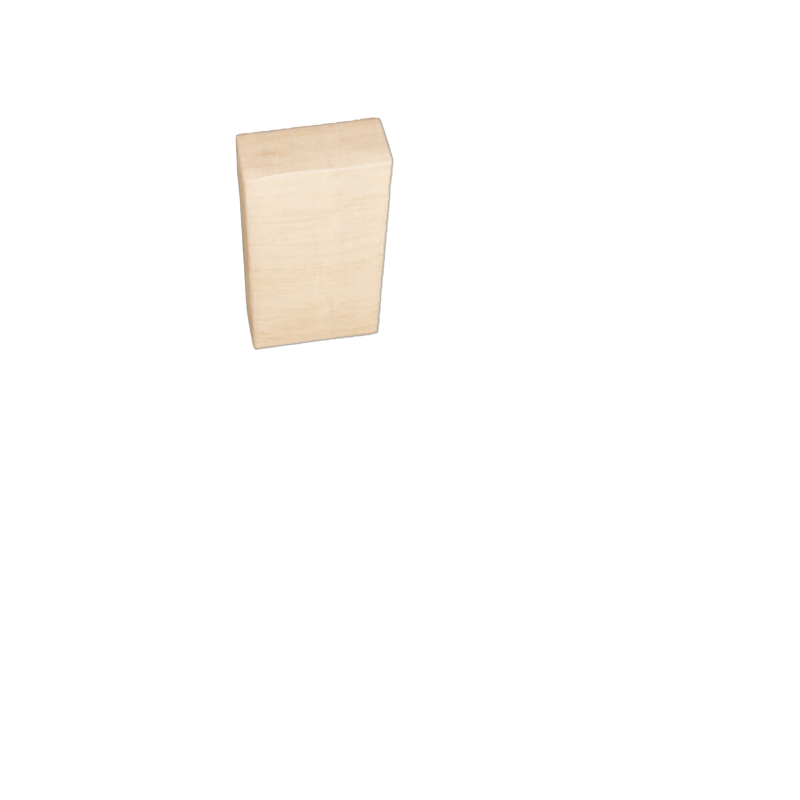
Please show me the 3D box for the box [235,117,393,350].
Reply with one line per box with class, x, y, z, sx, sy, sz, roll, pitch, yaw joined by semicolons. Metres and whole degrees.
box;-0.057;-0.104;0.728;0.093;0.052;0.165;-8;-32;-8
